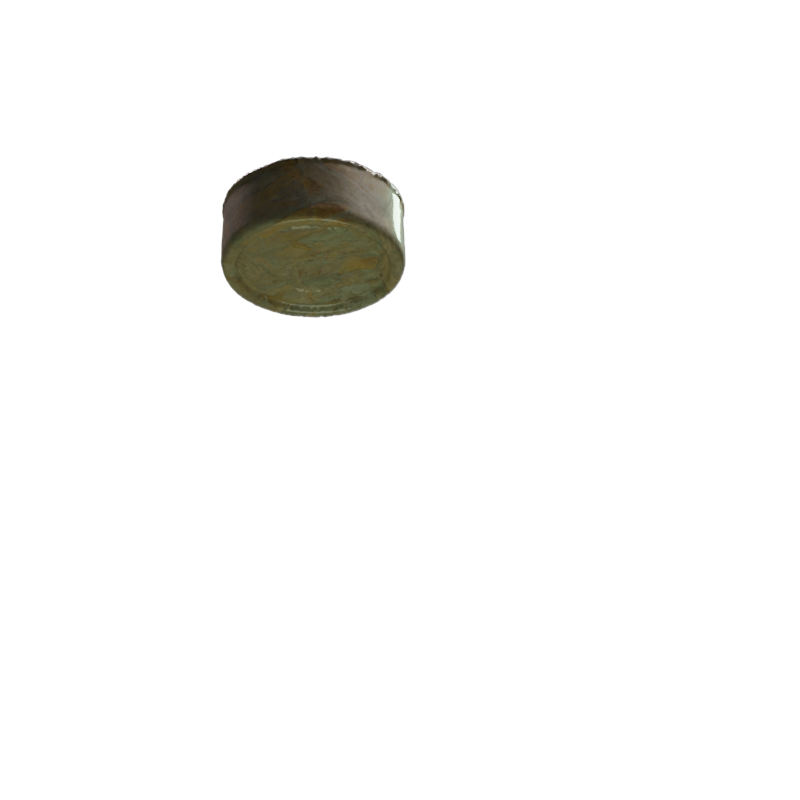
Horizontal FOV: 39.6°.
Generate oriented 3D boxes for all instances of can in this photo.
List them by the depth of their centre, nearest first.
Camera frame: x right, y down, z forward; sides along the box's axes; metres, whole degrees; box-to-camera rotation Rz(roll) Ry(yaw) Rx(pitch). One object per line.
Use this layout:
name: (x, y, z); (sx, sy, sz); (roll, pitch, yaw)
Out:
can: (-0.040, -0.073, 0.513); (0.086, 0.036, 0.081); (1, -30, -2)
